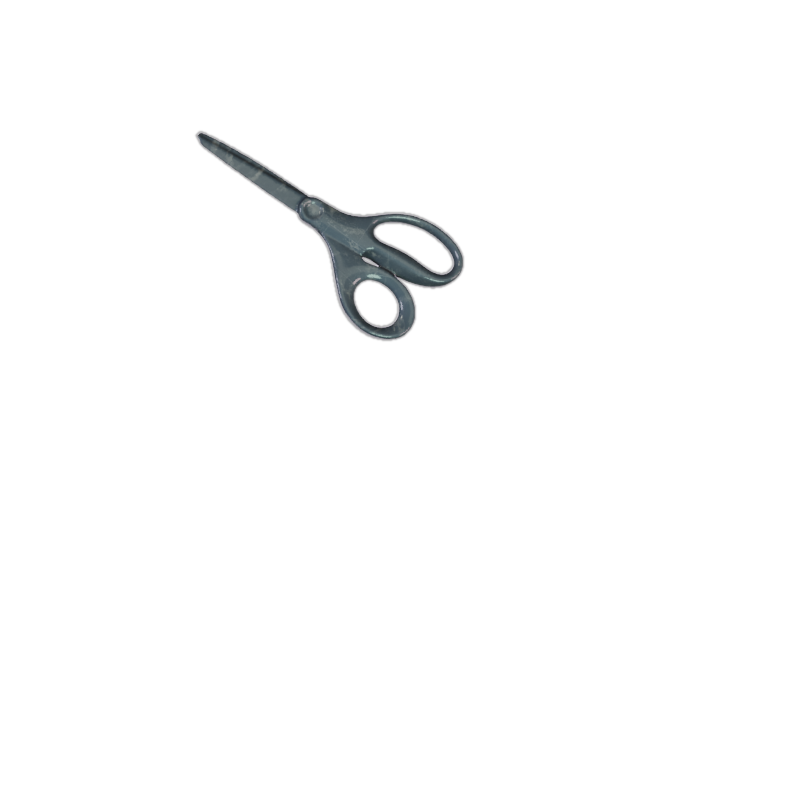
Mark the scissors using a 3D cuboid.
[{"bbox_3d":[-0.059,-0.107,0.750,0.203,0.098,0.015,19,-12,4],"label":"scissors"}]
